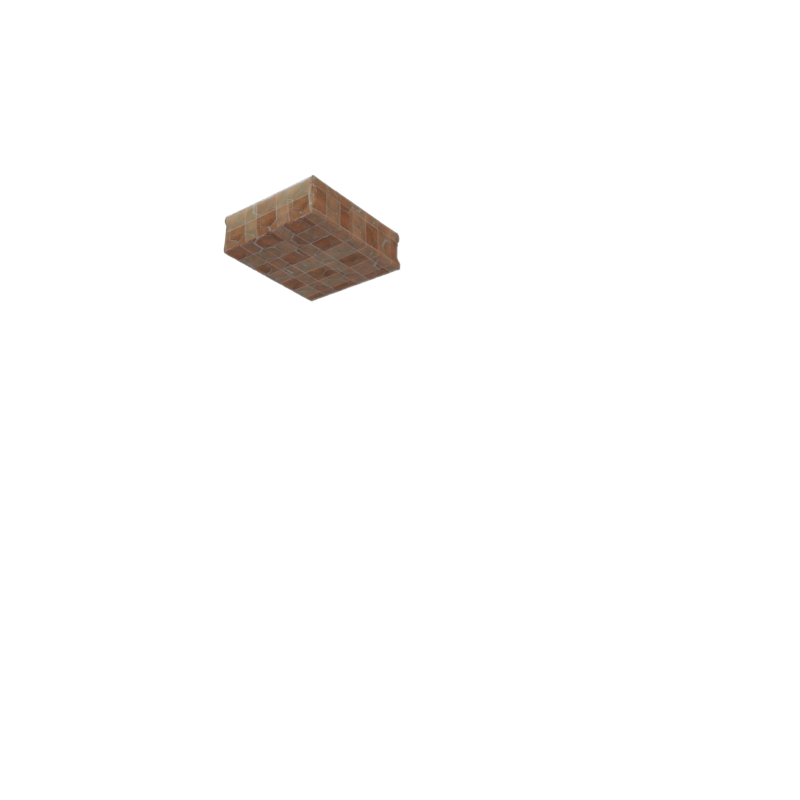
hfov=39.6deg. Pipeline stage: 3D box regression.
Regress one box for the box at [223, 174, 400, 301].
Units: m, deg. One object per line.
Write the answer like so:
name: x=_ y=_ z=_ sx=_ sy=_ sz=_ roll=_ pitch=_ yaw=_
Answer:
box: x=-0.054 y=-0.099 z=0.695 sx=0.074 sy=0.032 sz=0.083 roll=-19 pitch=-31 yaw=34
